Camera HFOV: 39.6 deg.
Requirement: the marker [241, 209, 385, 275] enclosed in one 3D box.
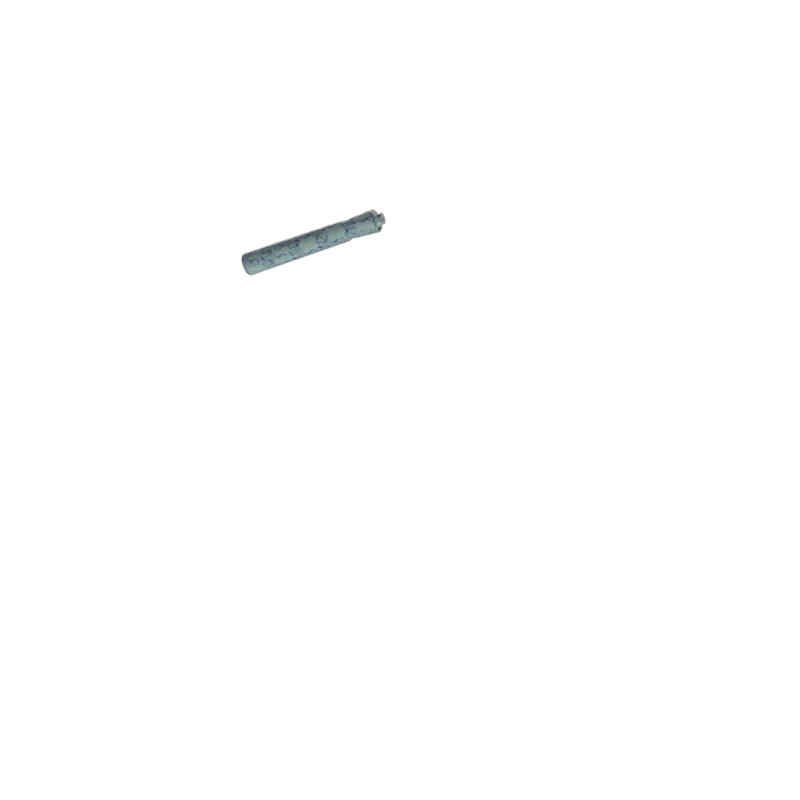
[{"bbox_3d":[-0.067,-0.123,0.863,0.122,0.020,0.019,-15,-2,22],"label":"marker"}]
